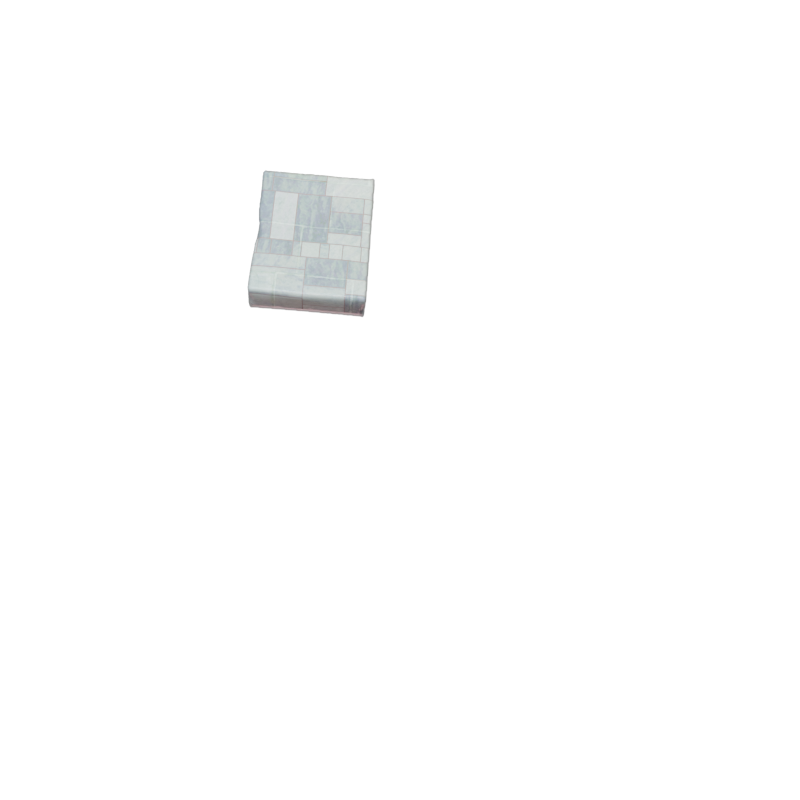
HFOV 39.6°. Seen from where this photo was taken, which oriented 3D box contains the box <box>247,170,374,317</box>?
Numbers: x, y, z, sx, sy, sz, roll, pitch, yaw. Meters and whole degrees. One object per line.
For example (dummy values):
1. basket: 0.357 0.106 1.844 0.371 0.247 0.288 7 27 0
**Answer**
1. box: -0.055 -0.100 0.703 0.073 0.094 0.028 4 -26 1
